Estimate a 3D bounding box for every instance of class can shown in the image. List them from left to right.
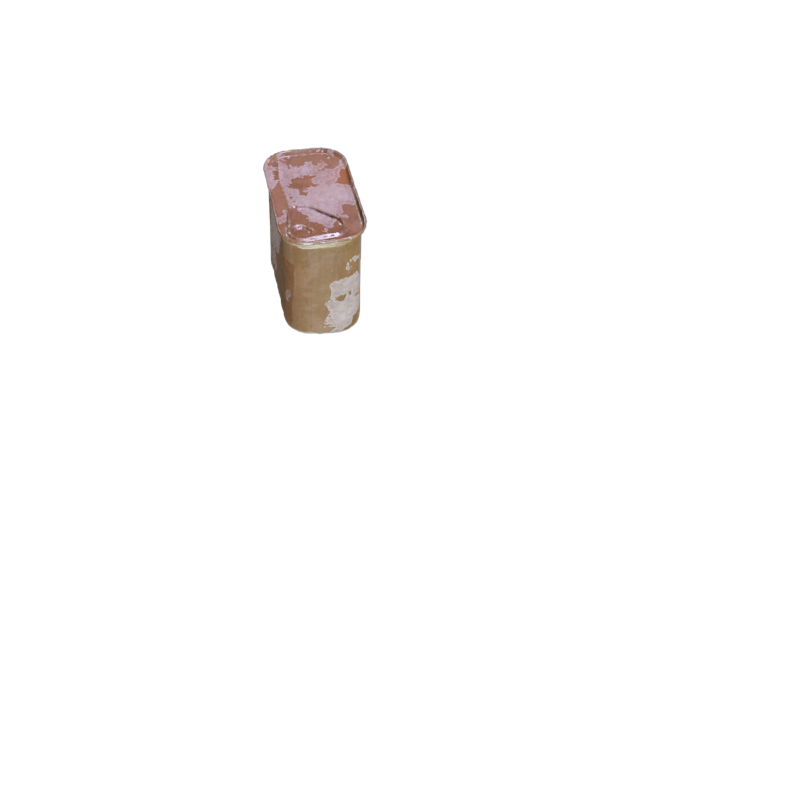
[{"bbox_3d":[-0.058,-0.107,0.747,0.057,0.078,0.110,-7,44,-10],"label":"can"}]
